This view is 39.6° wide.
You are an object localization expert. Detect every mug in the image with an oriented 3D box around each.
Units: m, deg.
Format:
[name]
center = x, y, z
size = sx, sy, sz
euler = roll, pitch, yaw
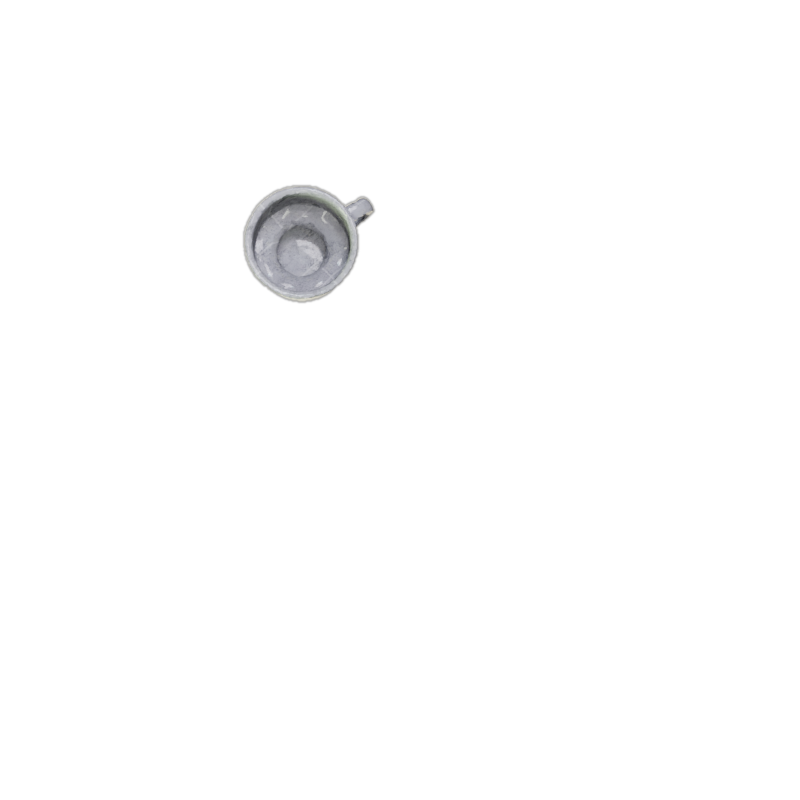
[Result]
[mug]
center = -0.073, -0.134, 0.938
size = 0.117, 0.095, 0.080
euler = -36, -4, -5
